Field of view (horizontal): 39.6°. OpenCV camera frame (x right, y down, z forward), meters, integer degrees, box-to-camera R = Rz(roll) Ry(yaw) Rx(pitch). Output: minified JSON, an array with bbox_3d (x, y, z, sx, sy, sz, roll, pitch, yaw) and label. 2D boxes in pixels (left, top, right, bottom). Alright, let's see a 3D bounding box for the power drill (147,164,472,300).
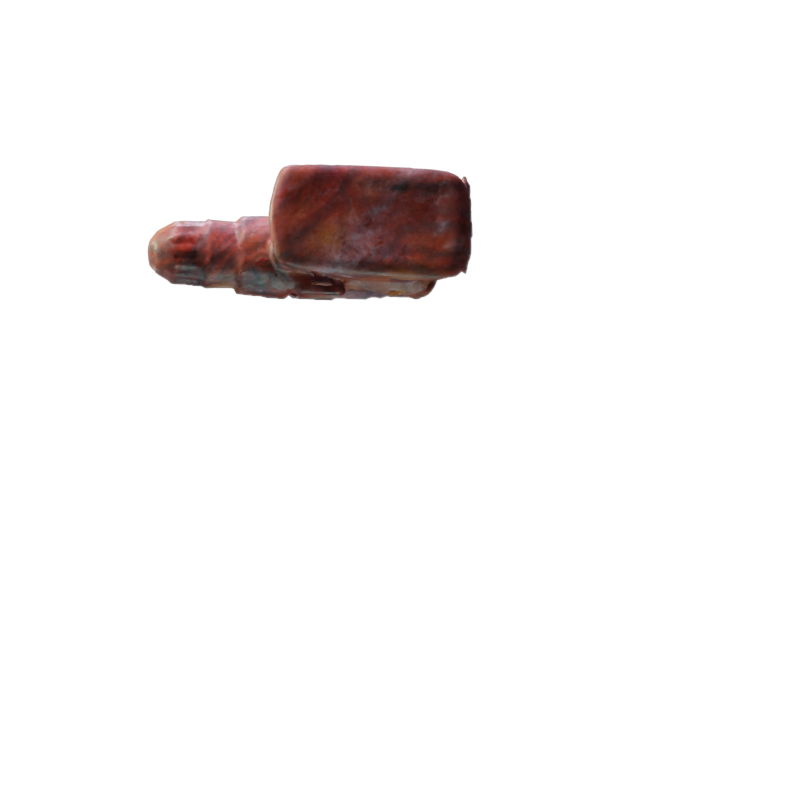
[{"bbox_3d":[-0.050,-0.091,0.635,0.182,0.058,0.189,0,1,-12],"label":"power drill"}]
